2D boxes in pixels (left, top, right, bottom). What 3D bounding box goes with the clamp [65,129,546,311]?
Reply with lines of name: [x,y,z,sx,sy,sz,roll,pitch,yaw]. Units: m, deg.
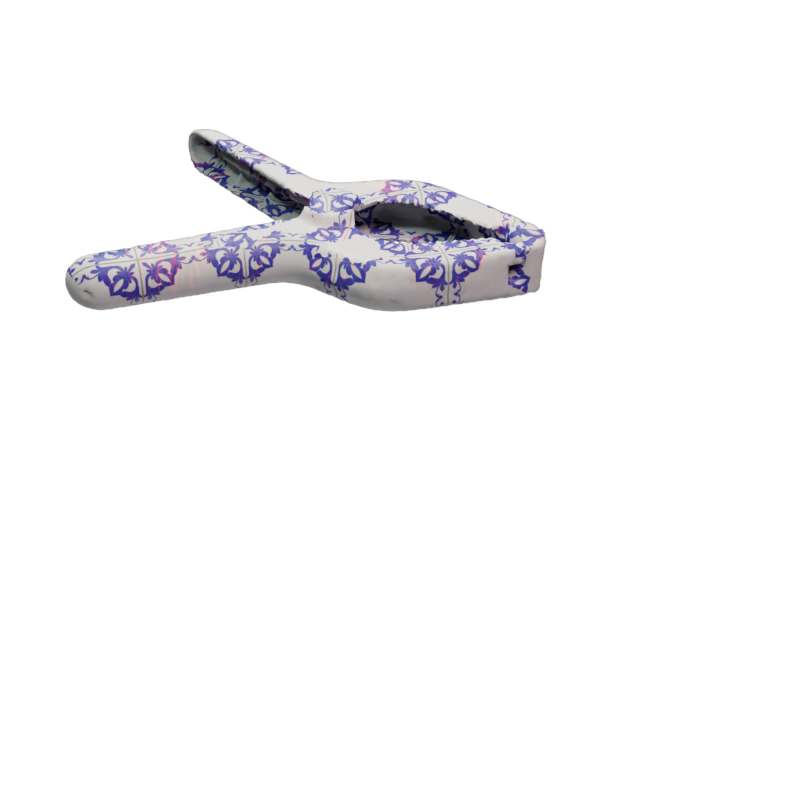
clamp: [-0.041,-0.075,0.525,0.217,0.034,0.170,13,38,17]
